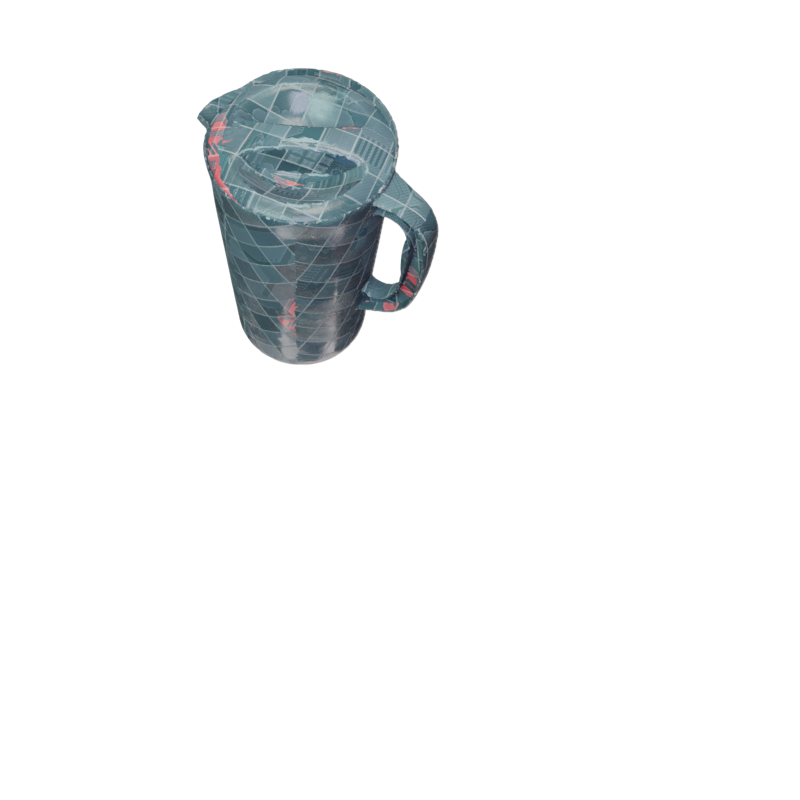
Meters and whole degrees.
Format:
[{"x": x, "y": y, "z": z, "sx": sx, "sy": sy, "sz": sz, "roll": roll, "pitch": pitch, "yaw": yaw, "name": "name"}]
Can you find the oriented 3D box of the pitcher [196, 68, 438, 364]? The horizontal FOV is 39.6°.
[{"x": -0.066, "y": -0.120, "z": 0.841, "sx": 0.144, "sy": 0.160, "sz": 0.229, "roll": -13, "pitch": -27, "yaw": -10, "name": "pitcher"}]
